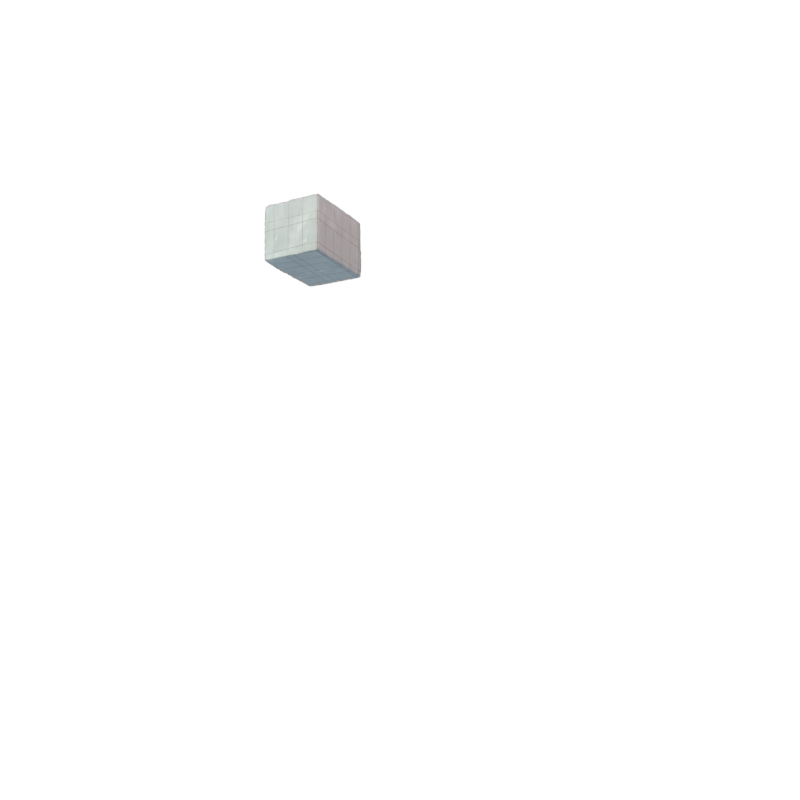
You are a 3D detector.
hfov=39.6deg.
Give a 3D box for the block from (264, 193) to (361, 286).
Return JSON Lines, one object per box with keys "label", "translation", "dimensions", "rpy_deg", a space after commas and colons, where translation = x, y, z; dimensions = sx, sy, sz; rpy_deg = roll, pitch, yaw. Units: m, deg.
{"label": "block", "translation": [-0.074, -0.134, 0.940], "dimensions": [0.054, 0.054, 0.073], "rpy_deg": [-9, -18, 26]}
